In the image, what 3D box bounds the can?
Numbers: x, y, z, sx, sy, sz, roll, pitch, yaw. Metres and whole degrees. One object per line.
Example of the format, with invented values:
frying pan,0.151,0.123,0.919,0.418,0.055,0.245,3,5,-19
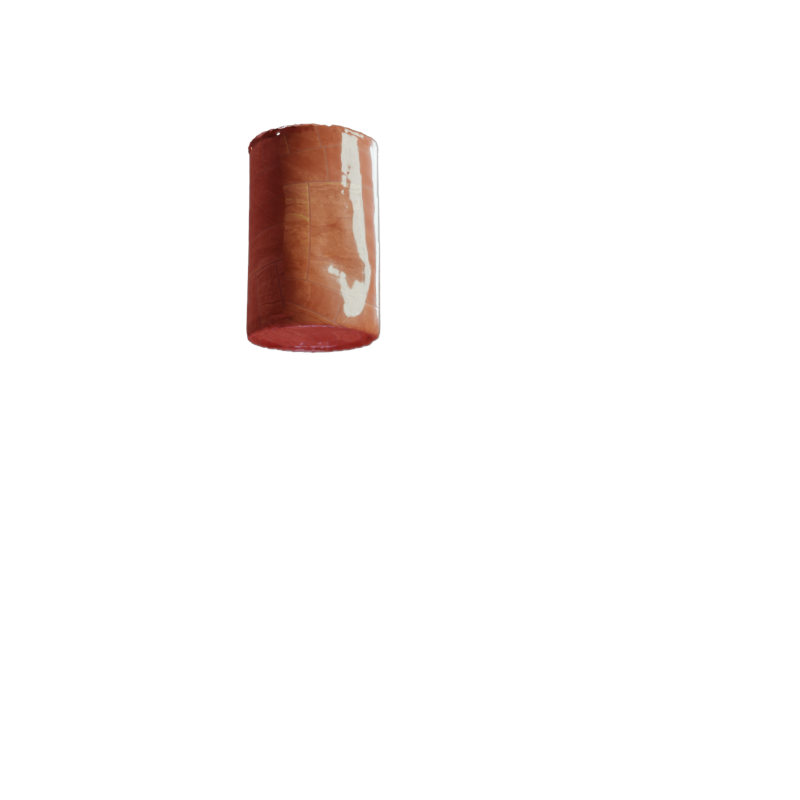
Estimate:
can,-0.044,-0.080,0.562,0.068,0.106,0.066,0,-14,-2
